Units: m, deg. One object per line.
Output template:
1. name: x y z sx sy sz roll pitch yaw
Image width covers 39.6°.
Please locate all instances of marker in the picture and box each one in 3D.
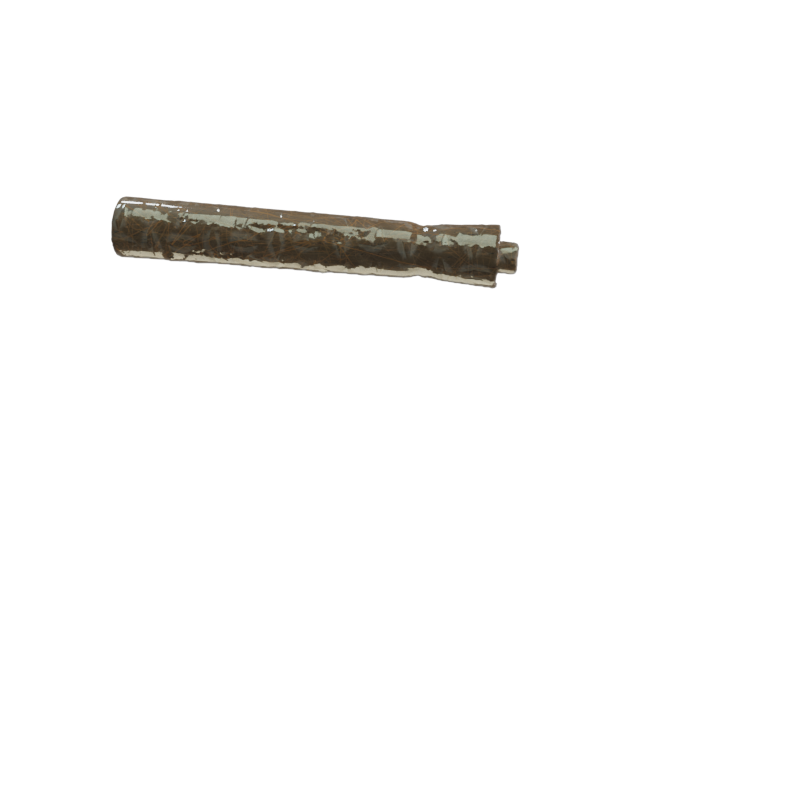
1. marker: -0.026 -0.047 0.332 0.123 0.020 0.020 6 5 9
